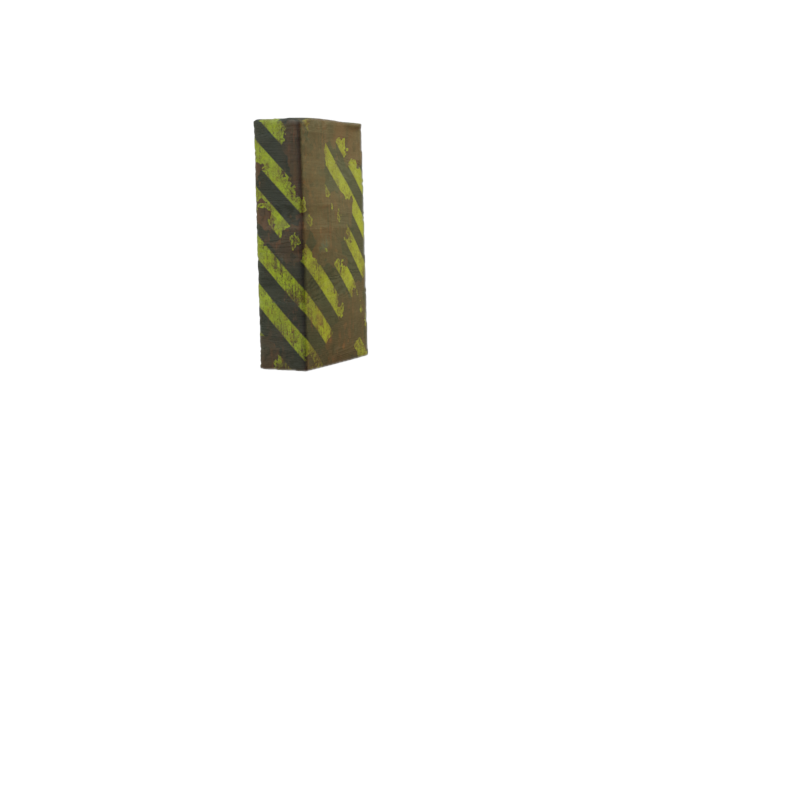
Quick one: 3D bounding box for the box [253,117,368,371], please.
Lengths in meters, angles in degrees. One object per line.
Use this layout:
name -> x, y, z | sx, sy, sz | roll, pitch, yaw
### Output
box -> -0.063, -0.115, 0.805 | 0.050, 0.174, 0.091 | 2, 6, 28
